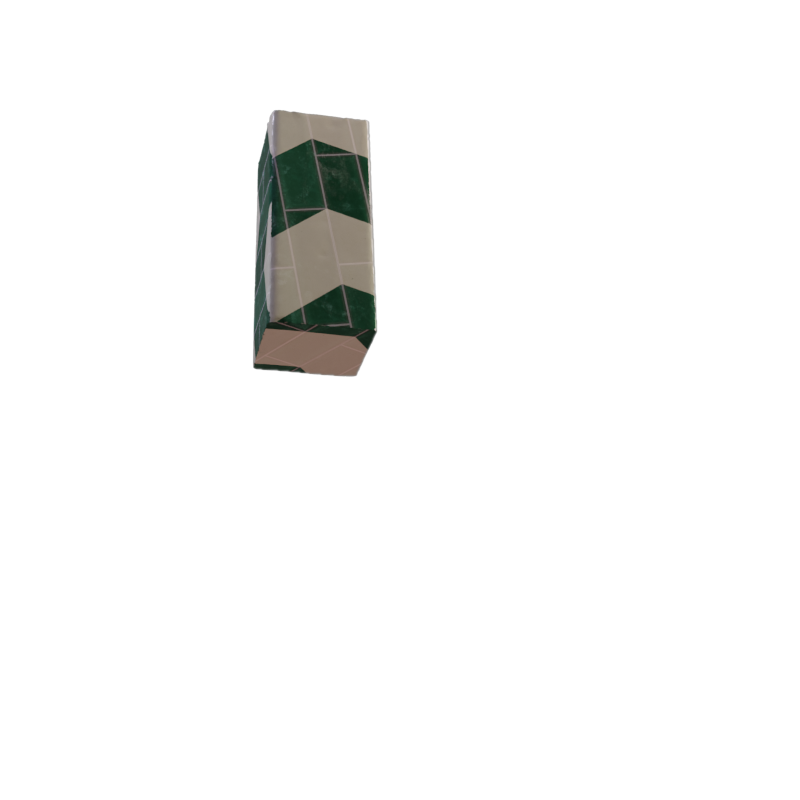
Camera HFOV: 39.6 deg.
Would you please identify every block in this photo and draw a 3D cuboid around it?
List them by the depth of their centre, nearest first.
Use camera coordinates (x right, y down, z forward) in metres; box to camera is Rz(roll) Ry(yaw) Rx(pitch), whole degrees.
[{"bbox_3d":[-0.075,-0.135,0.944,0.089,0.219,0.087,4,-29,-12],"label":"block"}]
